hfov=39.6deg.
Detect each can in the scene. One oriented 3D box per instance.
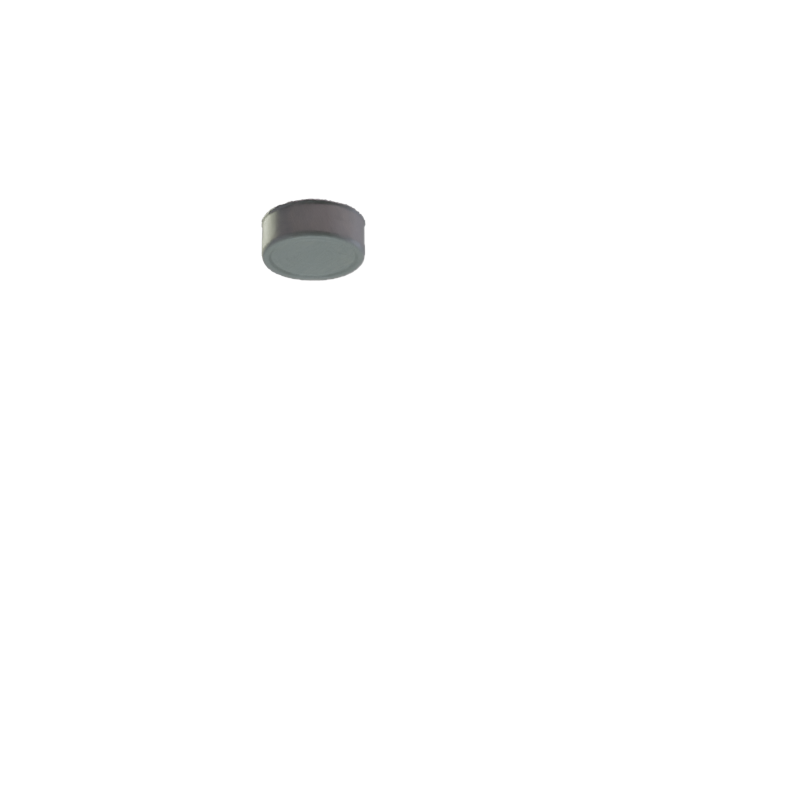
[{"bbox_3d":[-0.071,-0.130,0.908,0.086,0.035,0.082,0,-21,-2],"label":"can"}]
